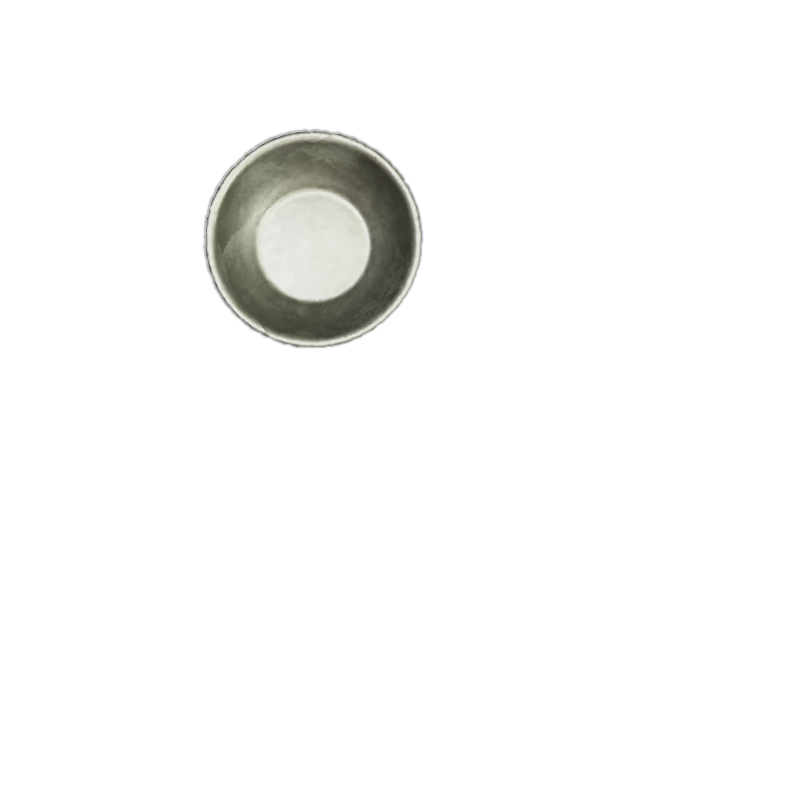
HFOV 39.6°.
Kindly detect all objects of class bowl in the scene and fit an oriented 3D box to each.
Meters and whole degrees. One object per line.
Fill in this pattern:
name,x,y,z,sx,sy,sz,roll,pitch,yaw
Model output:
bowl,-0.066,-0.121,0.845,0.162,0.164,0.054,0,-5,0
